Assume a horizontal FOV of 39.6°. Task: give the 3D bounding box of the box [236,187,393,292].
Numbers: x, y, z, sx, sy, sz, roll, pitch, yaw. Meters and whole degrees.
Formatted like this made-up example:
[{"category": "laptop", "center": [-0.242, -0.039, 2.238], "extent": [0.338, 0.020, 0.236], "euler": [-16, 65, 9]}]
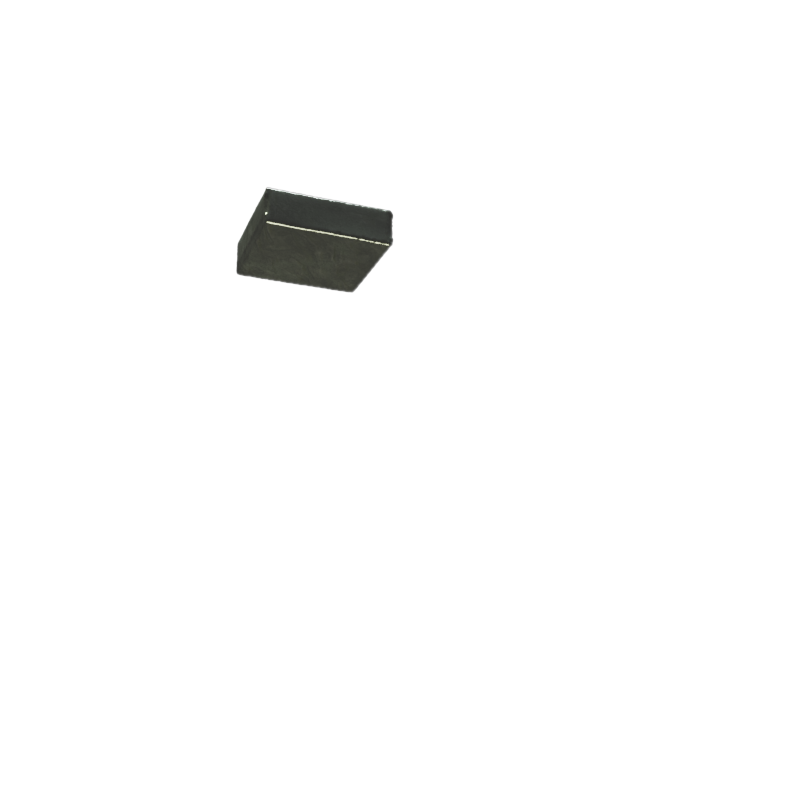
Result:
[{"category": "box", "center": [-0.058, -0.106, 0.744], "extent": [0.087, 0.032, 0.071], "euler": [8, -26, -18]}]
